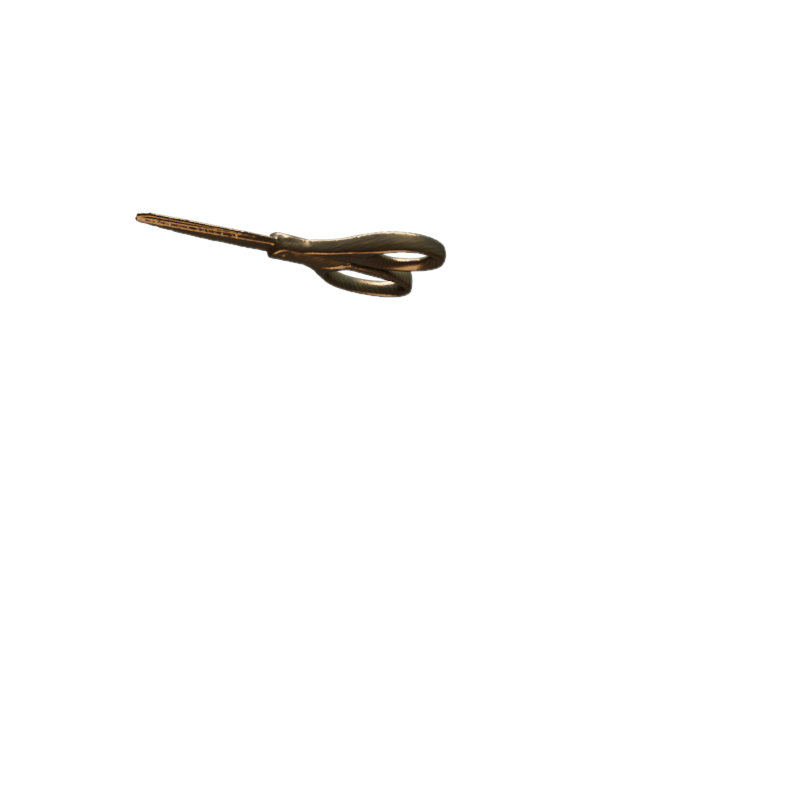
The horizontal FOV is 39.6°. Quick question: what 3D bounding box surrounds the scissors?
[{"bbox_3d":[-0.054,-0.098,0.684,0.097,0.016,0.190,-15,-21,43],"label":"scissors"}]
